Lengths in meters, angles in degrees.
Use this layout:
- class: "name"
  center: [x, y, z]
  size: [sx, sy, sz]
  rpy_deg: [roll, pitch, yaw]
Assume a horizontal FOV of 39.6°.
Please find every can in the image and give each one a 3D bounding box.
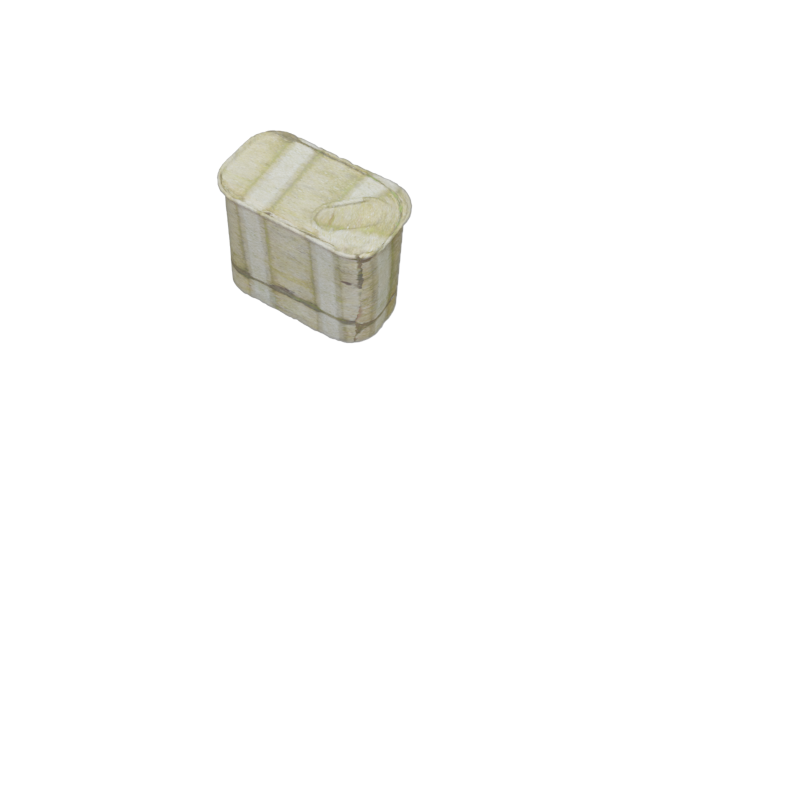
- class: "can"
  center: [-0.047, -0.087, 0.607]
  size: [0.106, 0.059, 0.078]
  rpy_deg: [29, -33, 18]
